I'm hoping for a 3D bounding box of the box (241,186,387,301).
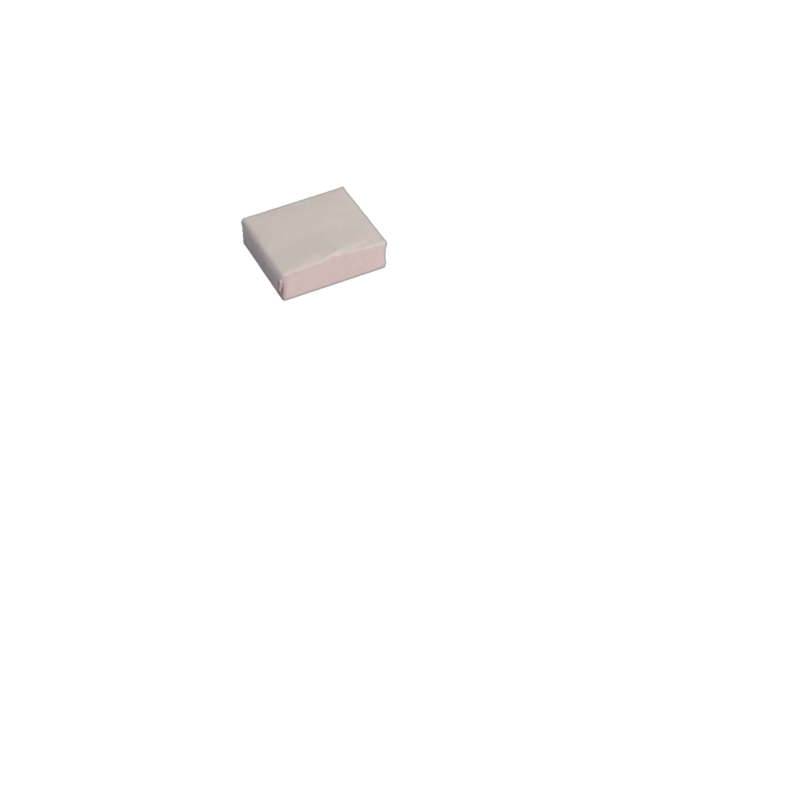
[{"bbox_3d":[-0.065,-0.119,0.835,0.088,0.028,0.079,-20,49,-19],"label":"box"}]
